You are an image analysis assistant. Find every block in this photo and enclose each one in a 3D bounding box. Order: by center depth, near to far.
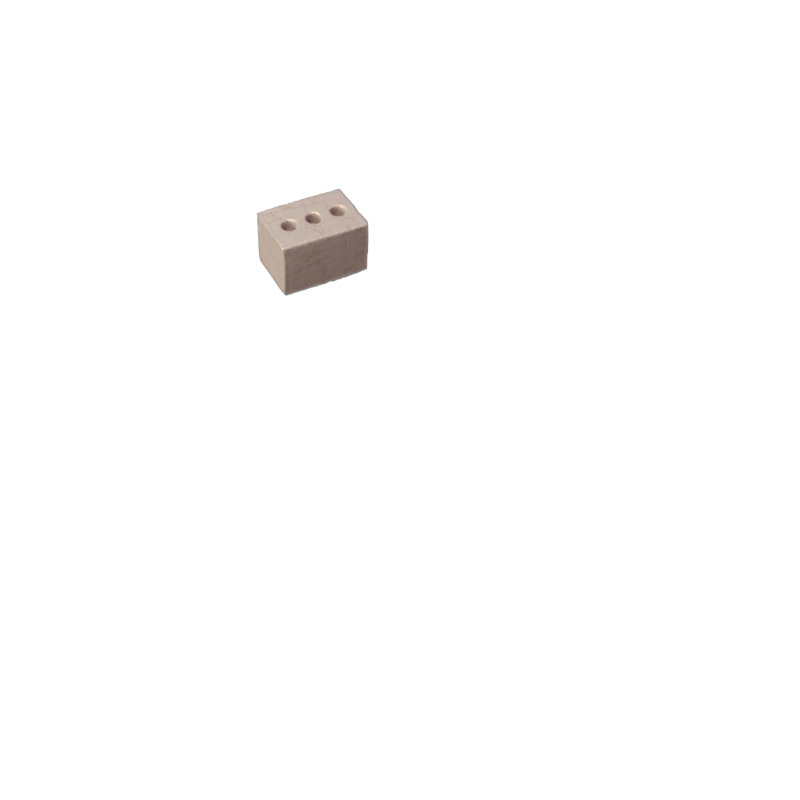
[{"bbox_3d":[-0.071,-0.129,0.901,0.077,0.048,0.057,-20,48,-20],"label":"block"}]
